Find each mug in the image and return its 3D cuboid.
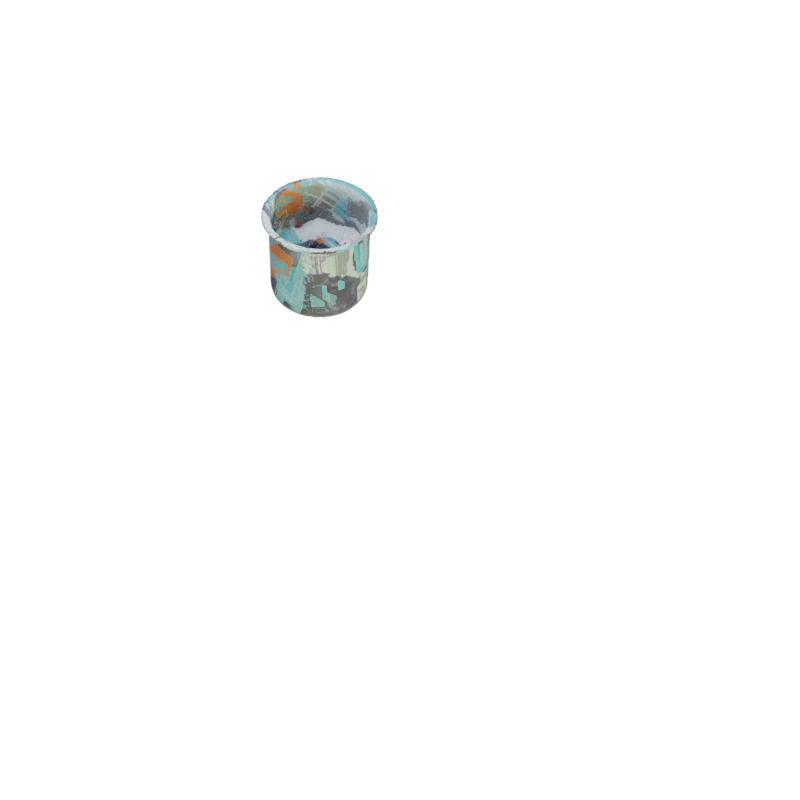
[{"bbox_3d":[-0.072,-0.131,0.915,0.092,0.076,0.127,-19,49,-19],"label":"mug"}]
